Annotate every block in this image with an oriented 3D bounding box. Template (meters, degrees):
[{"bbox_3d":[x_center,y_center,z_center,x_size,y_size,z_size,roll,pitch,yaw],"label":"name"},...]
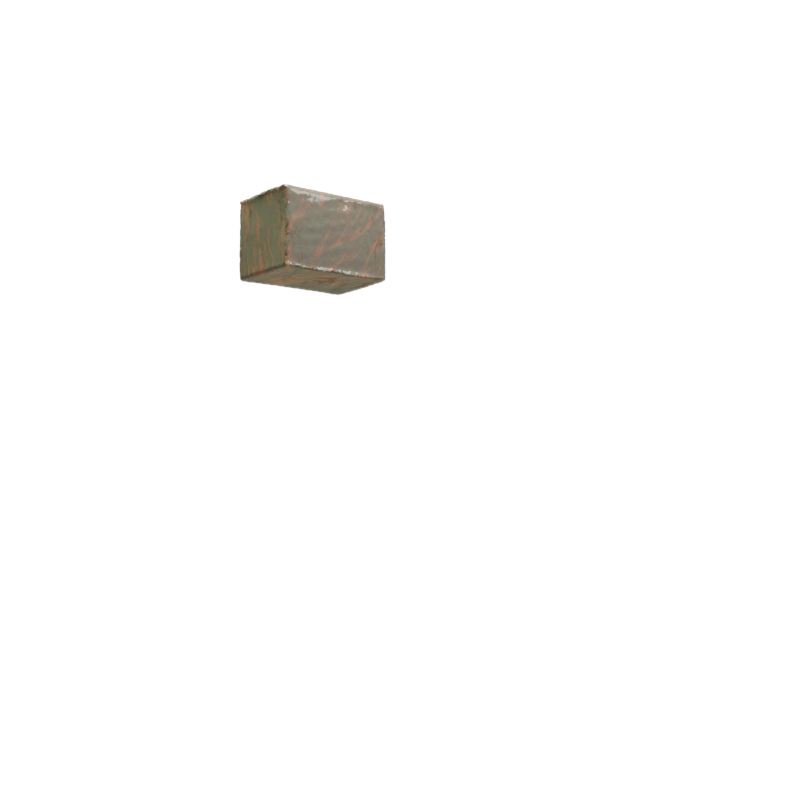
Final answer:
[{"bbox_3d":[-0.054,-0.099,0.691,0.074,0.053,0.054,7,-12,-38],"label":"block"}]
